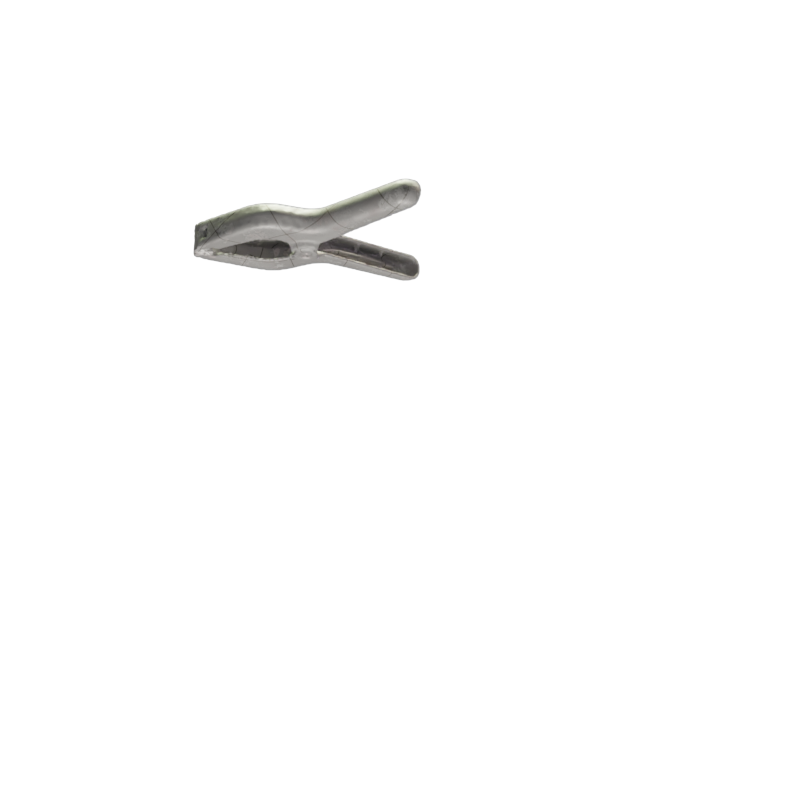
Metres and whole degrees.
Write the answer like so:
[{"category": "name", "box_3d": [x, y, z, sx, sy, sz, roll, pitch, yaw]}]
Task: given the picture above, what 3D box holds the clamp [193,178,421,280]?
[{"category": "clamp", "box_3d": [-0.078, -0.142, 0.995, 0.212, 0.038, 0.154, -4, -22, 9]}]
